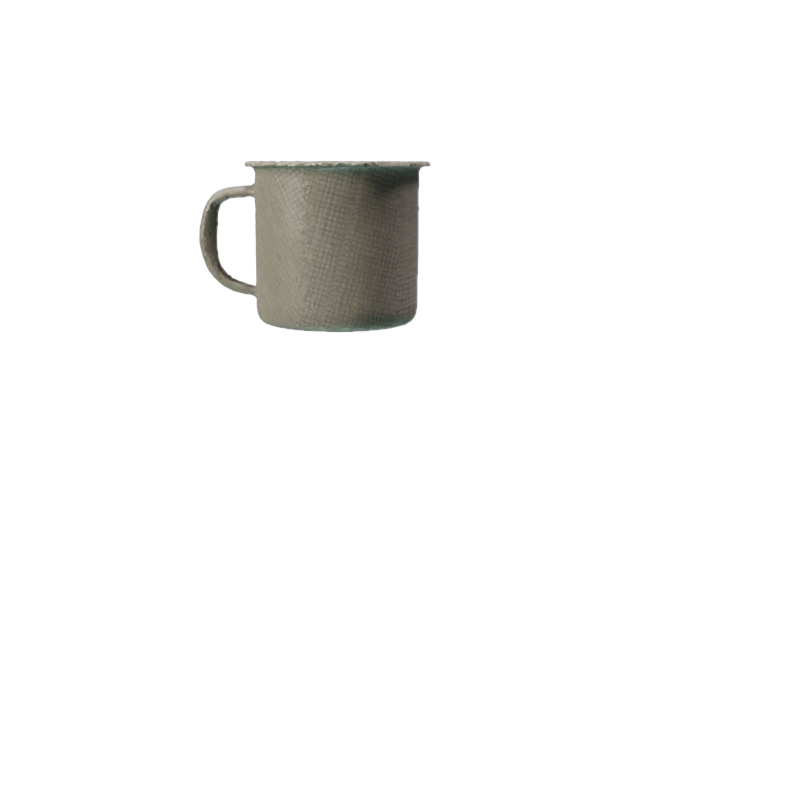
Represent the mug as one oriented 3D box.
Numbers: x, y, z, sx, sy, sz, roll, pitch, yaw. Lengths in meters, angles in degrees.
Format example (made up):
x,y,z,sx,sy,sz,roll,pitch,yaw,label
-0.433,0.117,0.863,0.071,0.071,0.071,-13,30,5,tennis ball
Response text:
x,y,z,sx,sy,sz,roll,pitch,yaw,label
-0.044,-0.080,0.560,0.118,0.080,0.094,1,9,3,mug
